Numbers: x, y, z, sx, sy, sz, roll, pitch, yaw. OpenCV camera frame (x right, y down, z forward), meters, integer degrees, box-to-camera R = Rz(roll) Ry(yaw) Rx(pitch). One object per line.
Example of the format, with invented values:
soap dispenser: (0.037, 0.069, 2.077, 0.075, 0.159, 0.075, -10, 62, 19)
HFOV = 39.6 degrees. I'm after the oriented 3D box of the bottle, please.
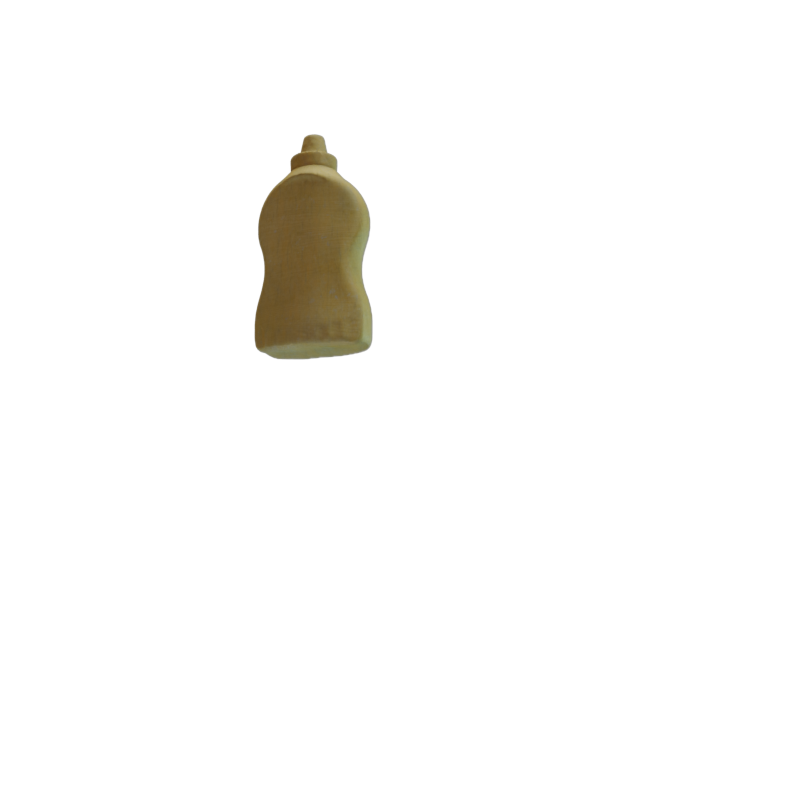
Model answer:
bottle: (-0.073, -0.134, 0.938, 0.098, 0.200, 0.055, -7, -18, 21)
